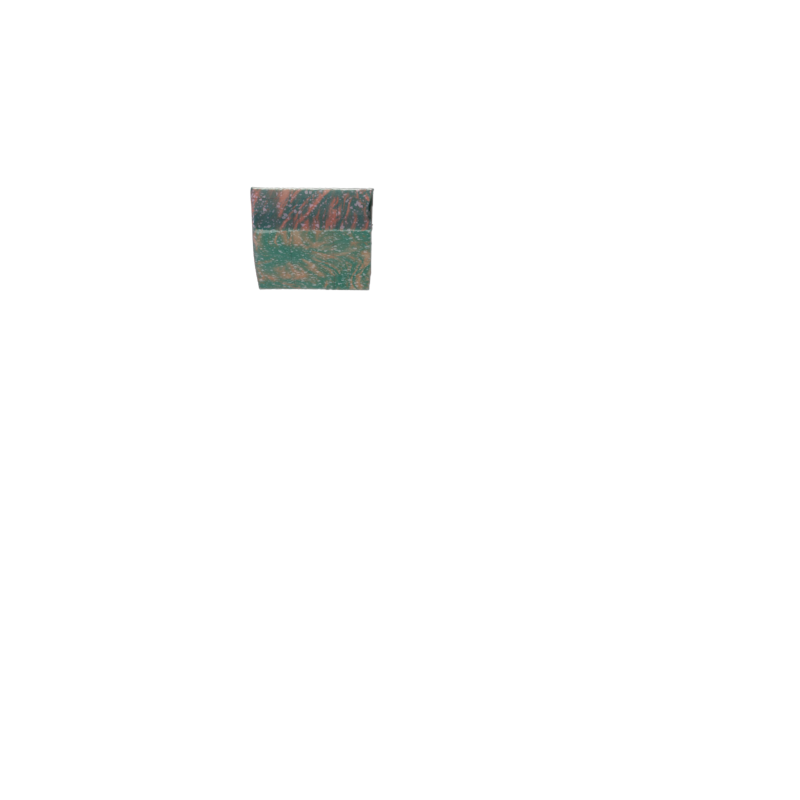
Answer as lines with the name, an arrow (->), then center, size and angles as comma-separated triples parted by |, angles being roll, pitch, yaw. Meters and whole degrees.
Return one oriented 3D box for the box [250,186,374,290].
box -> -0.066, -0.119, 0.835 | 0.090, 0.041, 0.108 | 0, -18, -2
